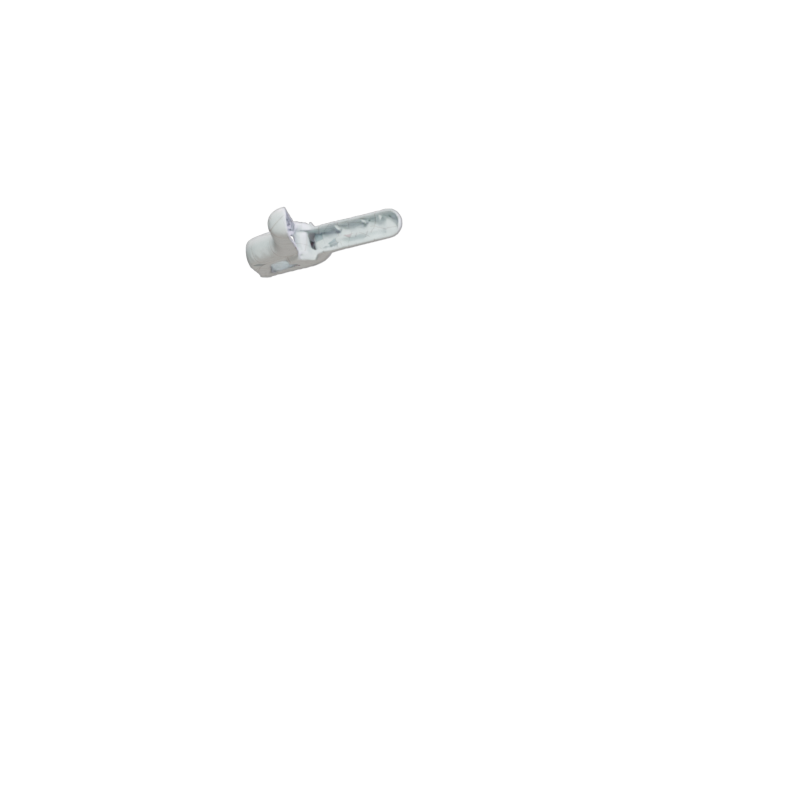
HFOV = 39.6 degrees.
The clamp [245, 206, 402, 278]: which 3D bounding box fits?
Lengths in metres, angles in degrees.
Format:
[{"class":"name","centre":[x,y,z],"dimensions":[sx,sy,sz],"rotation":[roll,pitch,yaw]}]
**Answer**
[{"class":"clamp","centre":[-0.076,-0.139,0.977],"dimensions":[0.117,0.040,0.172],"rotation":[2,-5,-20]}]
